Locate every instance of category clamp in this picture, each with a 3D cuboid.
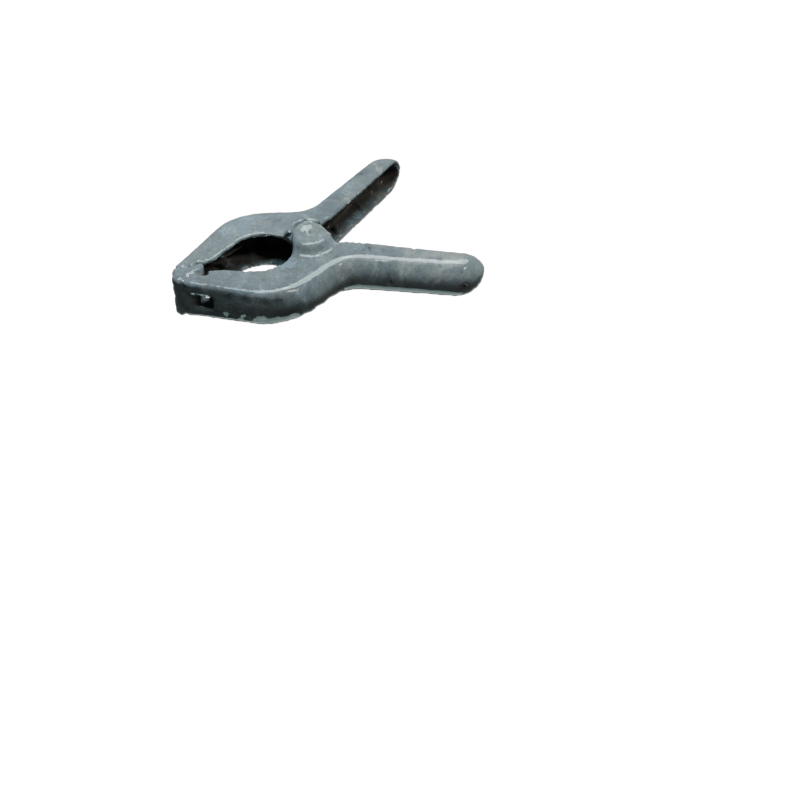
[{"bbox_3d":[-0.050,-0.092,0.644,0.169,0.037,0.130,-10,39,-12],"label":"clamp"}]
